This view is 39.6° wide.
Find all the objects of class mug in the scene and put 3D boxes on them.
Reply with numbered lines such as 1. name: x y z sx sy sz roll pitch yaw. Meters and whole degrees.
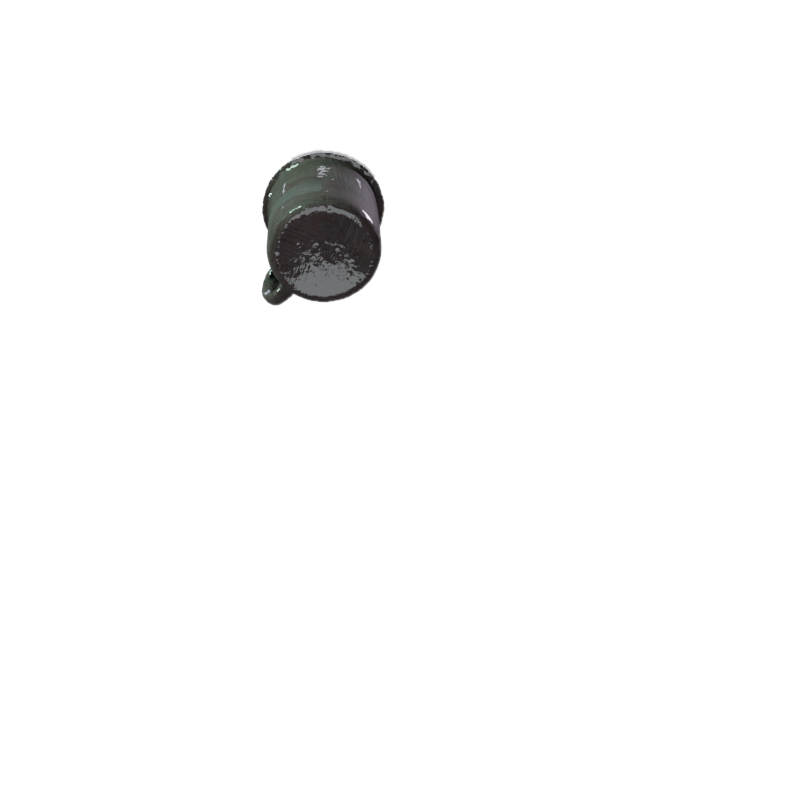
1. mug: -0.064 -0.116 0.815 0.089 0.115 0.086 37 21 -20
